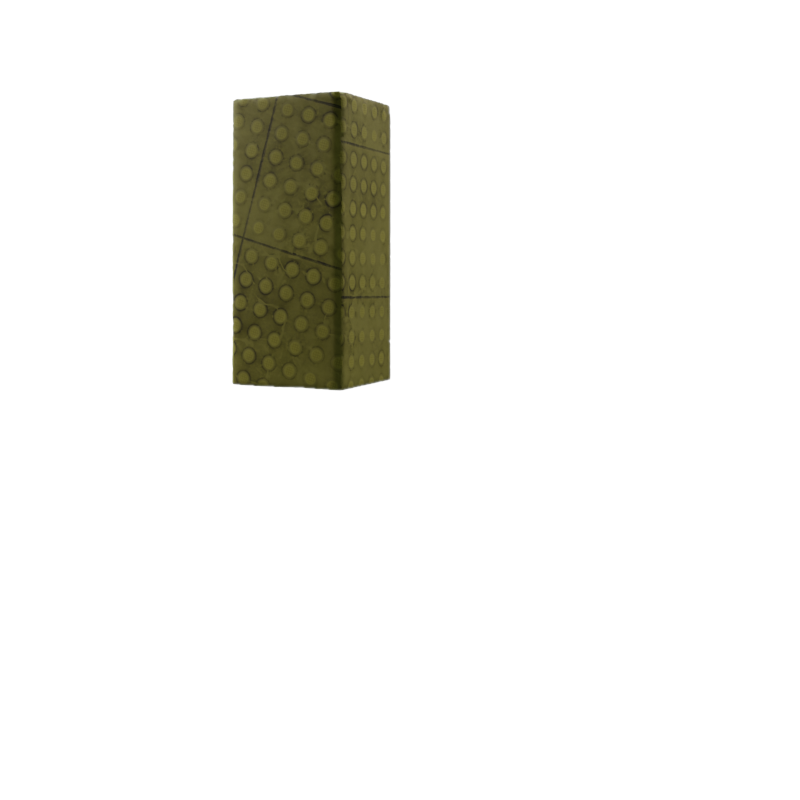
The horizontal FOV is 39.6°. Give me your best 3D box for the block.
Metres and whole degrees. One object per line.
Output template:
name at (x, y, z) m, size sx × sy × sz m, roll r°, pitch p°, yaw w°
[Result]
block at (-0.063, -0.117, 0.816) m, size 0.093 × 0.207 × 0.088 m, roll 0°, pitch 0°, yaw 25°
